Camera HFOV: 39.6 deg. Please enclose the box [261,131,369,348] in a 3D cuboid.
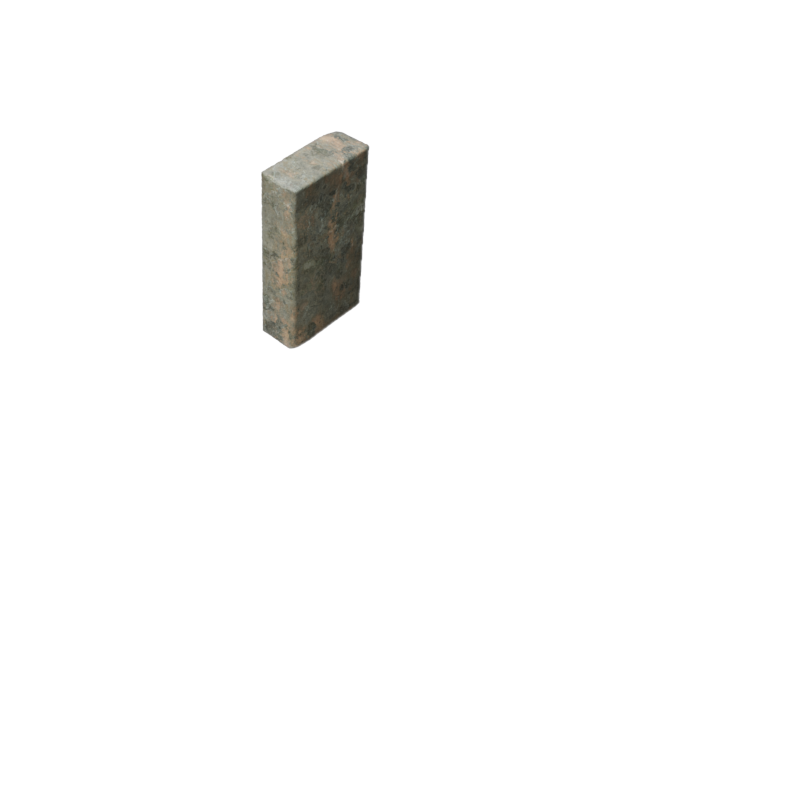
[{"bbox_3d":[-0.075,-0.136,0.953,0.051,0.164,0.094,30,47,28],"label":"box"}]
